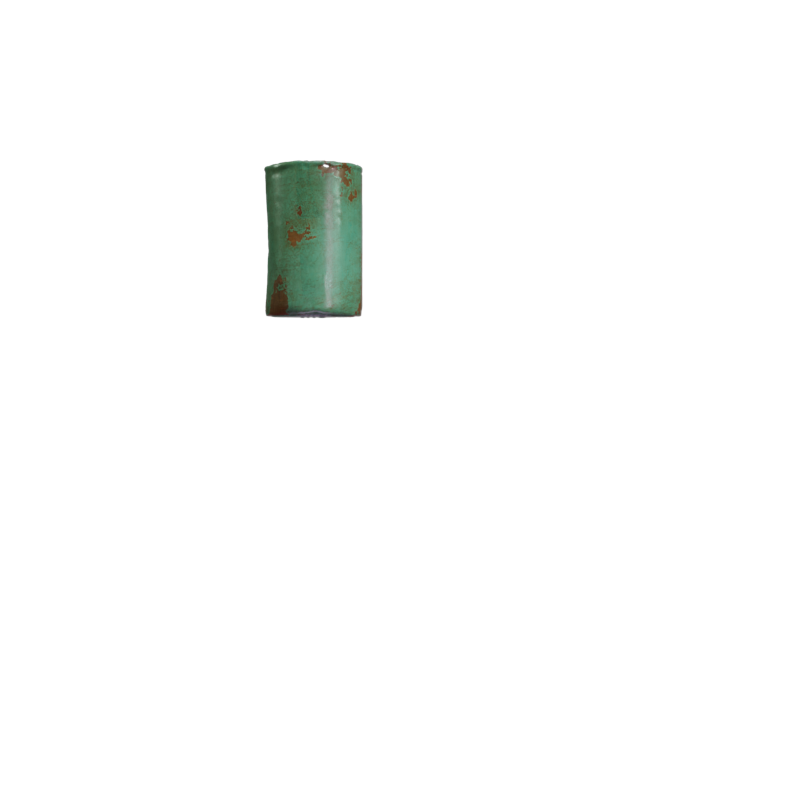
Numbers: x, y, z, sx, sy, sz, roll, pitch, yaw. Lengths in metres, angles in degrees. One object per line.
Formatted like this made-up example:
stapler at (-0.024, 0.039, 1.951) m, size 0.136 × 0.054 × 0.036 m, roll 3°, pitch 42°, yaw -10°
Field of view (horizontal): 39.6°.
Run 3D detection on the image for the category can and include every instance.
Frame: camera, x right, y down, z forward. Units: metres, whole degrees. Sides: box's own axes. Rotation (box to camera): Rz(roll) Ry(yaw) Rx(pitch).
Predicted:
can at (-0.059, -0.108, 0.758) m, size 0.068 × 0.103 × 0.068 m, roll 0°, pitch -3°, yaw -2°
